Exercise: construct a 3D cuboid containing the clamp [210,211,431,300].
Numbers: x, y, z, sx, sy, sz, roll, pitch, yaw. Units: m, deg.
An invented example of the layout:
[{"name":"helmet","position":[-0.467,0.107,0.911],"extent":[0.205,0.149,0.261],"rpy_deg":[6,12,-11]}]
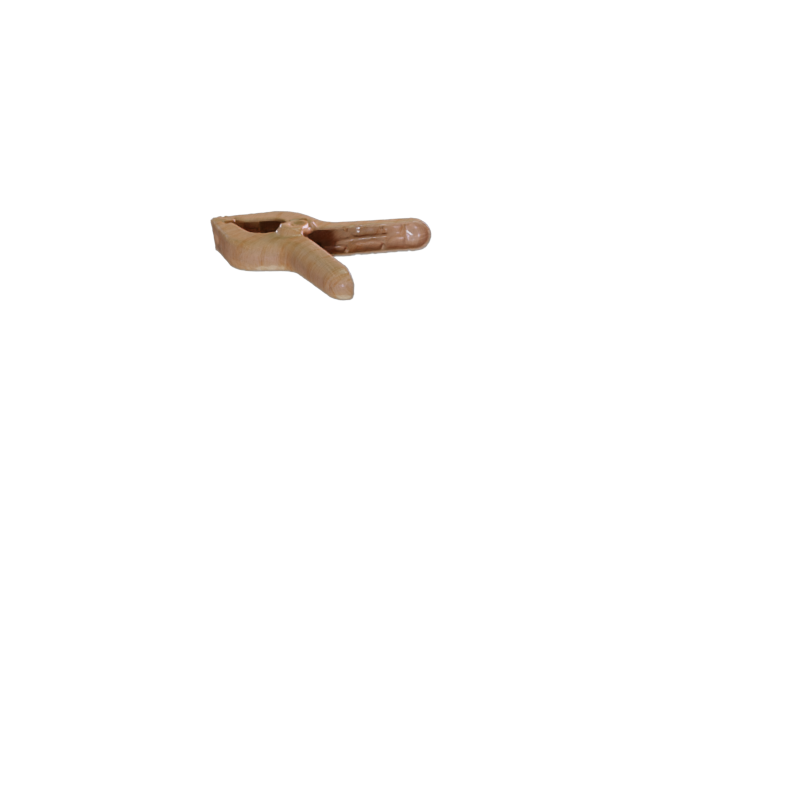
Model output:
[{"name":"clamp","position":[-0.066,-0.120,0.839],"extent":[0.182,0.037,0.119],"rpy_deg":[21,31,37]}]
